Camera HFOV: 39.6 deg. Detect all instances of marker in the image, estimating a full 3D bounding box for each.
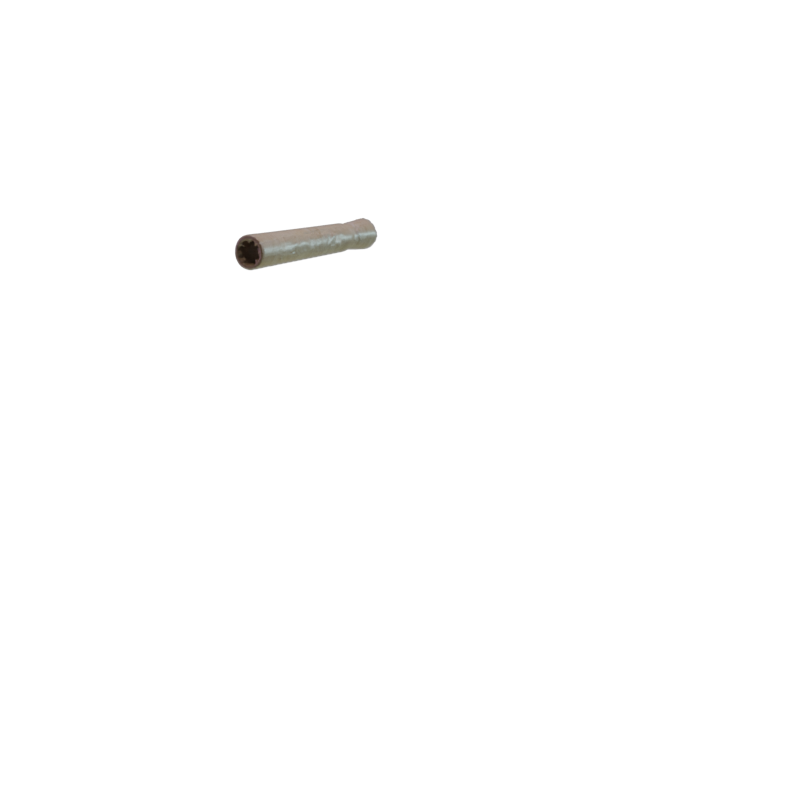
[{"bbox_3d":[-0.049,-0.089,0.624,0.020,0.019,0.119,2,13,31],"label":"marker"}]
